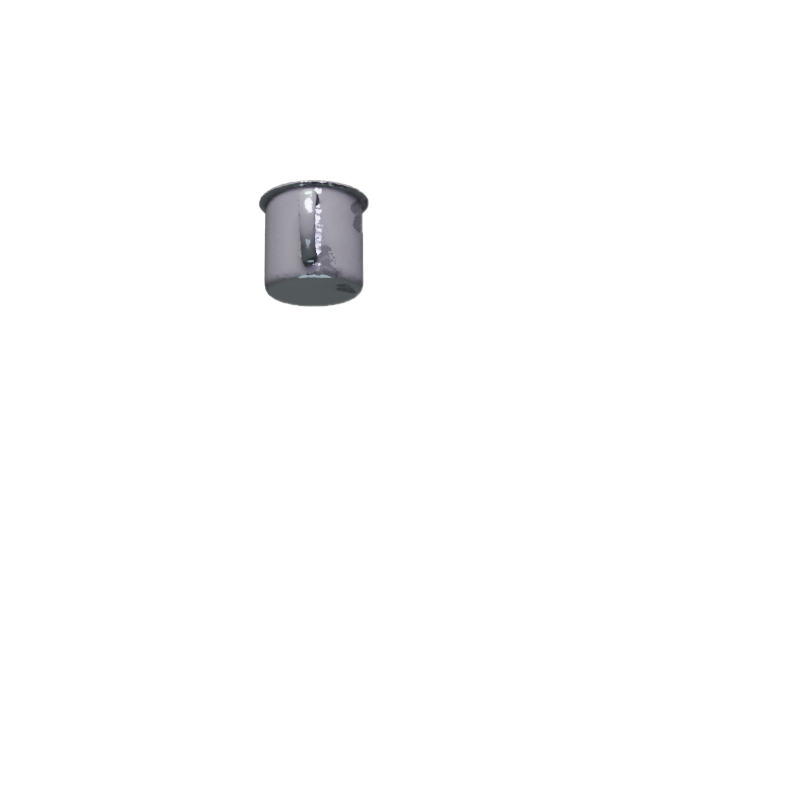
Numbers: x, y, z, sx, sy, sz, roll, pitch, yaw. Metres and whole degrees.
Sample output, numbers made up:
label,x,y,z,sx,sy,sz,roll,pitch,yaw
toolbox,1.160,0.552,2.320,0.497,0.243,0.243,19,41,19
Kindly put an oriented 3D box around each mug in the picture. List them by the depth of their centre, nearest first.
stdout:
label,x,y,z,sx,sy,sz,roll,pitch,yaw
mug,-0.071,-0.130,0.912,0.093,0.085,0.112,0,-17,-1
